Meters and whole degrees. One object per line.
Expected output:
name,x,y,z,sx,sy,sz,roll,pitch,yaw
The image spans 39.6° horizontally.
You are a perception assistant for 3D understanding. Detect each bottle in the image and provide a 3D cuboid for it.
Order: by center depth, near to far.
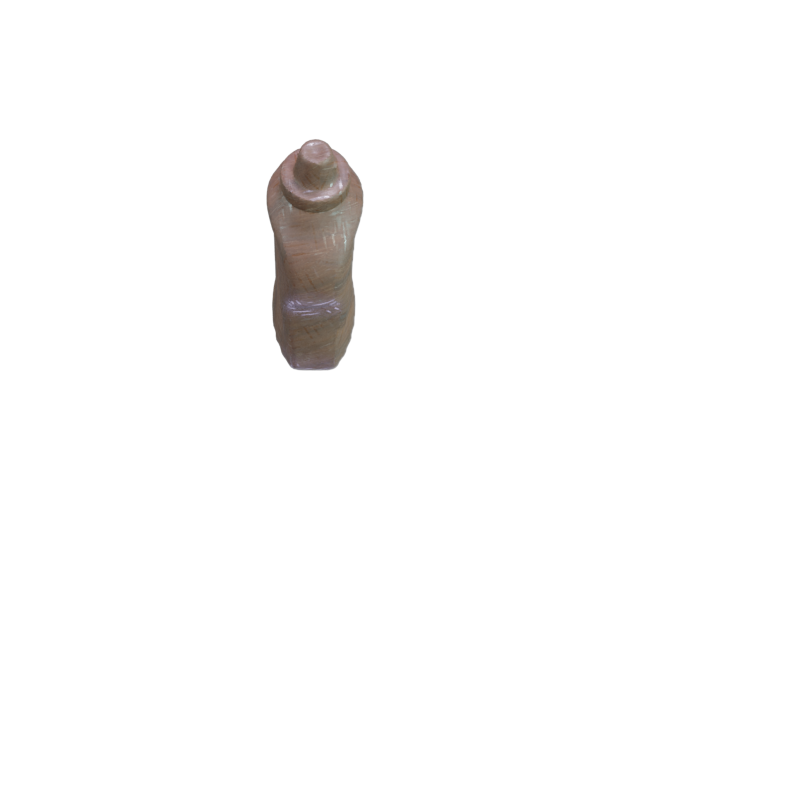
bottle,-0.054,-0.100,0.699,0.058,0.102,0.181,2,-27,-3
